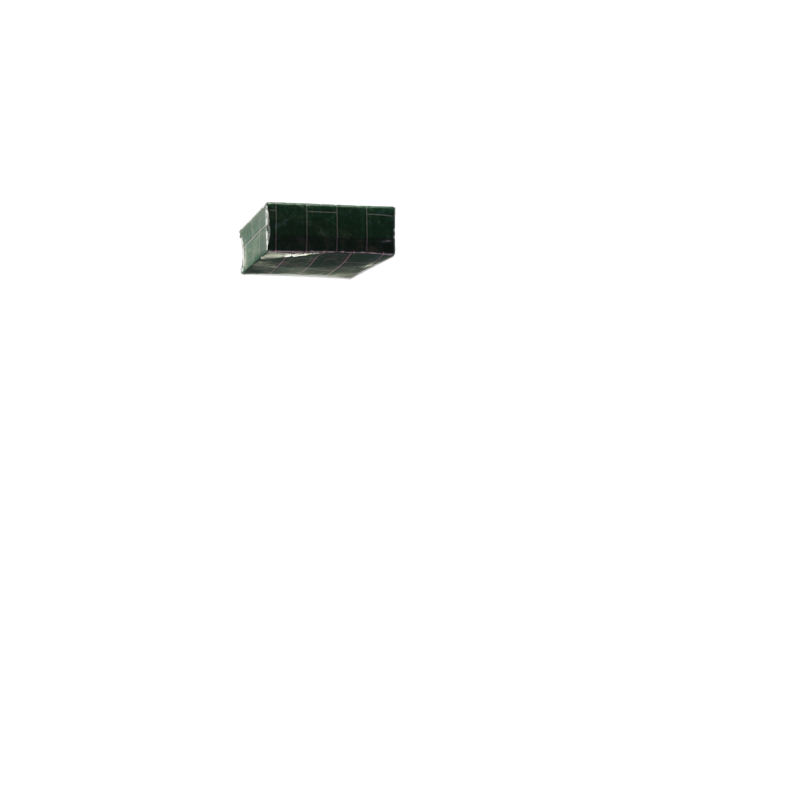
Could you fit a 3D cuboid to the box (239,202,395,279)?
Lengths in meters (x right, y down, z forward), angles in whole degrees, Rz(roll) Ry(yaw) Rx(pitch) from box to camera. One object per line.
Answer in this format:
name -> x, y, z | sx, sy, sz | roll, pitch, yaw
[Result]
box -> -0.061, -0.112, 0.785 | 0.088, 0.040, 0.114 | 1, -5, -16
